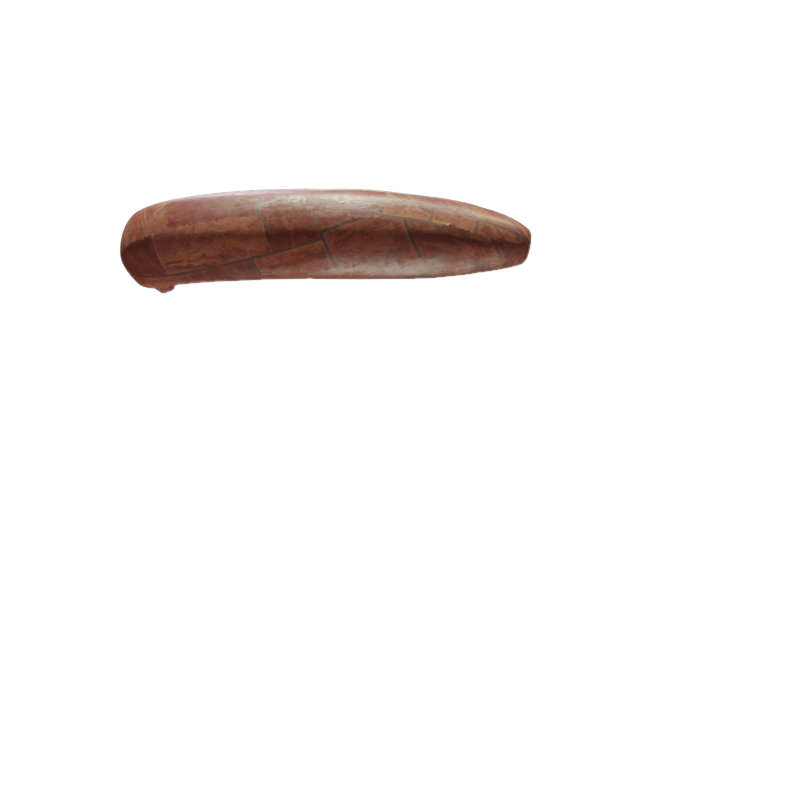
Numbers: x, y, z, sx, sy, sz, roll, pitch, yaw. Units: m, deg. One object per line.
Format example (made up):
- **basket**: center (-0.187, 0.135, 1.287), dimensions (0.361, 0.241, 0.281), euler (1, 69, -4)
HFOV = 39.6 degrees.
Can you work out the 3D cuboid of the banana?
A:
- **banana**: center (-0.049, -0.065, 0.449), dimensions (0.205, 0.037, 0.067), euler (2, 2, 35)
